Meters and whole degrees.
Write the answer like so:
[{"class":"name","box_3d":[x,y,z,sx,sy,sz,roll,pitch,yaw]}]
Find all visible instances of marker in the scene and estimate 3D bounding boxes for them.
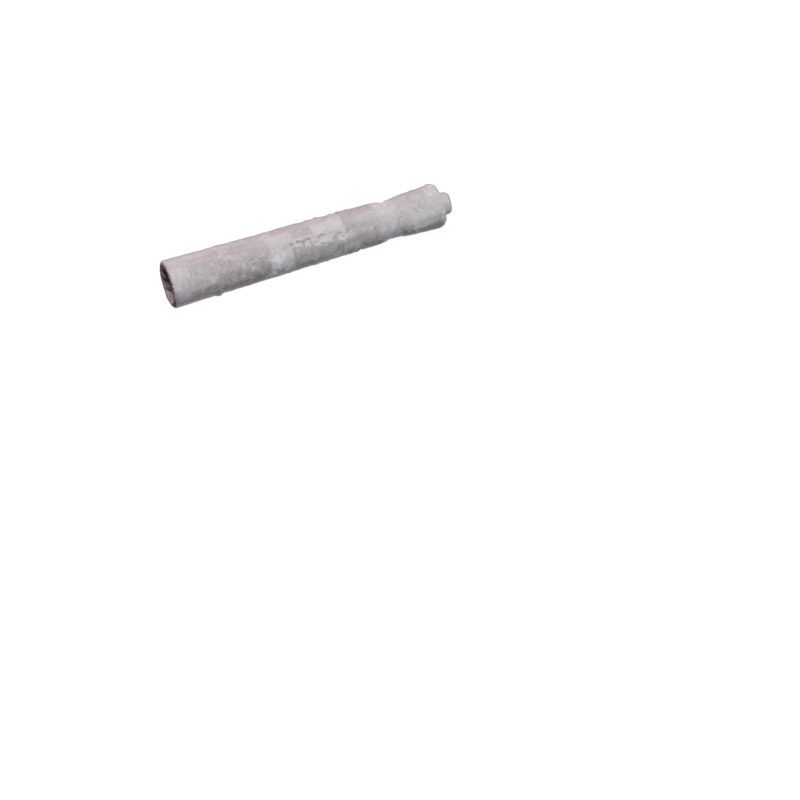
[{"class":"marker","box_3d":[-0.034,-0.062,0.434,0.120,0.019,0.020,-19,11,-19]}]
